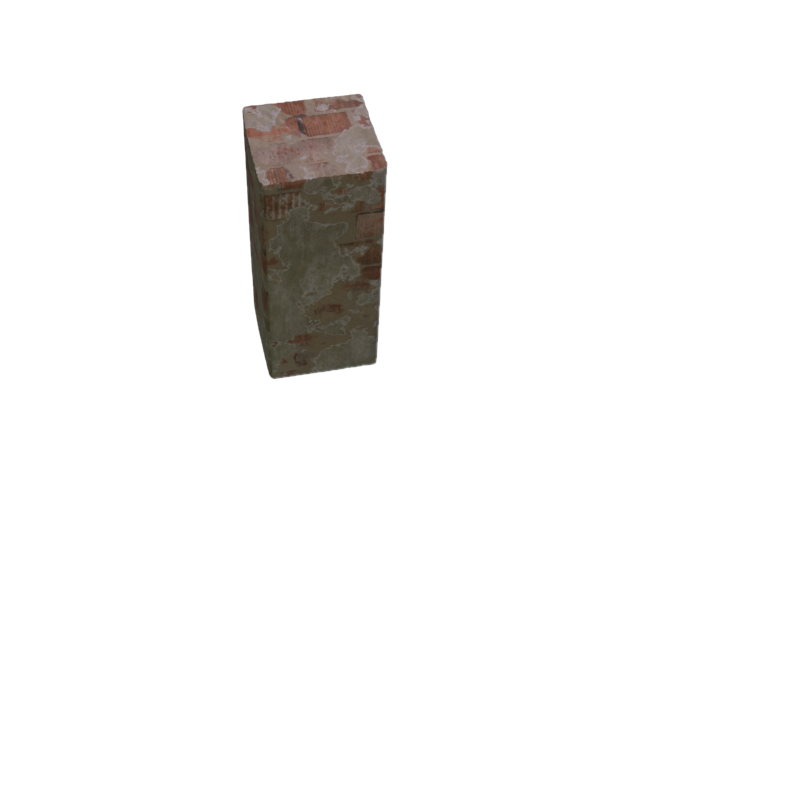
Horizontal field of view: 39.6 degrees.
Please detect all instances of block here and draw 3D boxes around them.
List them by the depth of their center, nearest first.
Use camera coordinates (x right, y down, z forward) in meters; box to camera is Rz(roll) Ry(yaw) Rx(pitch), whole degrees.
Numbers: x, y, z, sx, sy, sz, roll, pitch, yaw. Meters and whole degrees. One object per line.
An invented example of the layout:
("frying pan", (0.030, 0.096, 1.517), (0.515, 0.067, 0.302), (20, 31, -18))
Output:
("block", (-0.066, -0.120, 0.842), (0.090, 0.097, 0.192), (-7, -41, -10))
